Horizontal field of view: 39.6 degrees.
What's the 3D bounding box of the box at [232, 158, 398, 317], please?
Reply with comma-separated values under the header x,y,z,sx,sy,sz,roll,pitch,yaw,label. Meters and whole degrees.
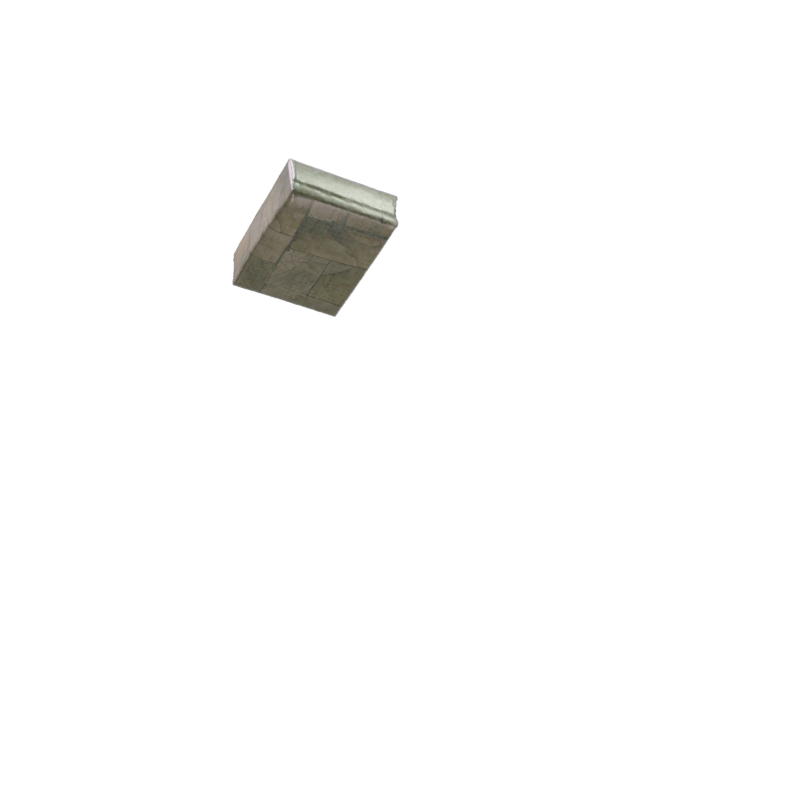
x,y,z,sx,sy,sz,roll,pitch,yaw,label
-0.066,-0.120,0.838,0.087,0.042,0.110,18,-43,-21,box
